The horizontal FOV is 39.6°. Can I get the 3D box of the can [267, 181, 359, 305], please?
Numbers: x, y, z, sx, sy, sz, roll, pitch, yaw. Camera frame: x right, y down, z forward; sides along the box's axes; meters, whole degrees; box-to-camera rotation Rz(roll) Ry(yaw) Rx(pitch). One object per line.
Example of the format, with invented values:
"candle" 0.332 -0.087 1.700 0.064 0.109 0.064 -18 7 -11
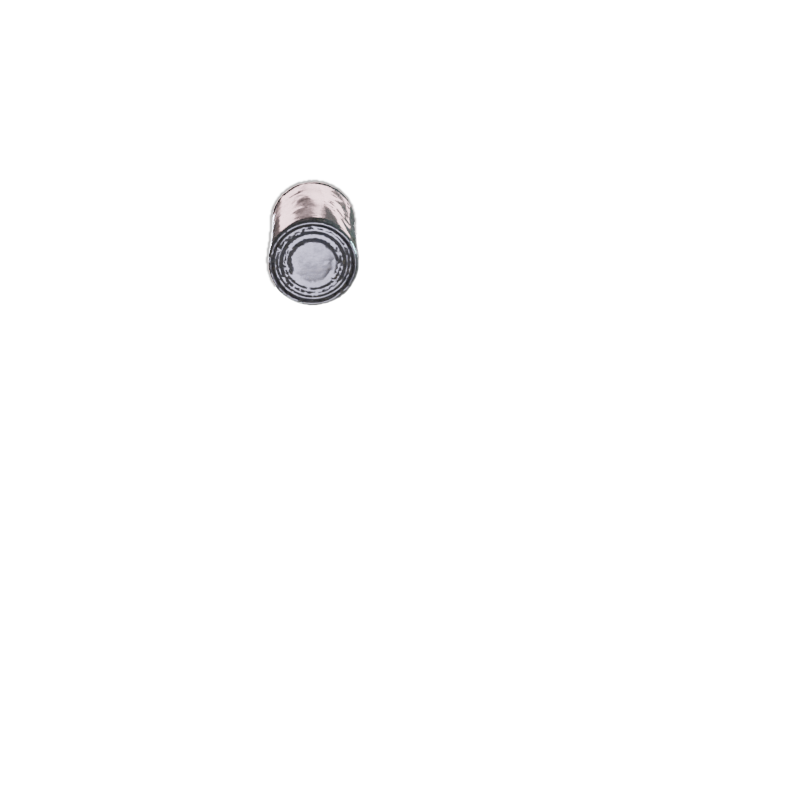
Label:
"can" -0.067 -0.121 0.850 0.068 0.065 0.107 0 24 -3
